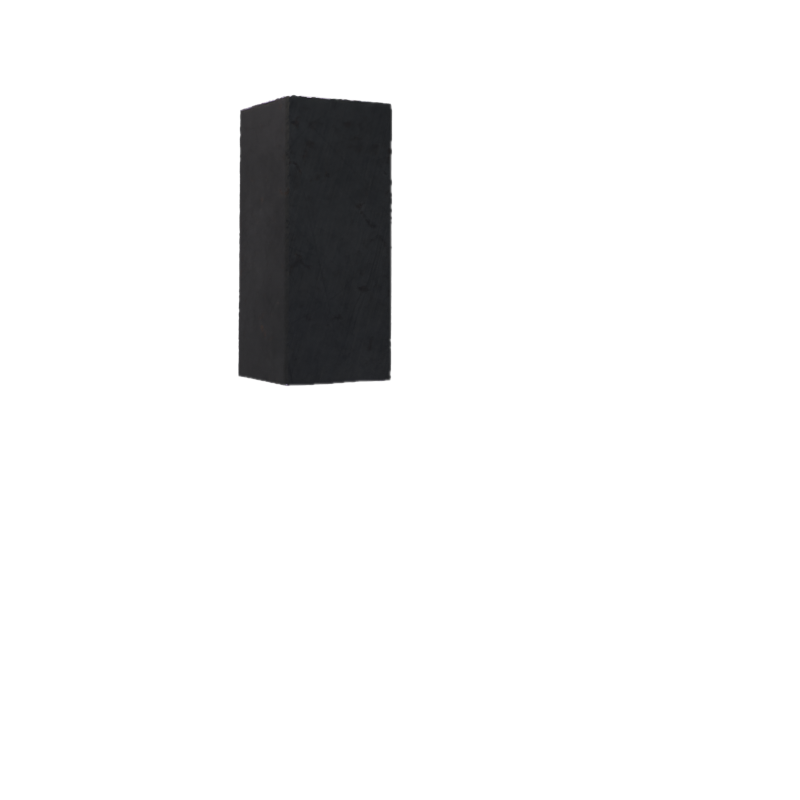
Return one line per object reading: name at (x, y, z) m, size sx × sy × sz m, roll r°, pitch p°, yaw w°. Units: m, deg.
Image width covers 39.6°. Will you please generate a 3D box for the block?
block at (-0.065, -0.120, 0.838) m, size 0.087 × 0.207 × 0.094 m, roll 0°, pitch 0°, yaw -30°
